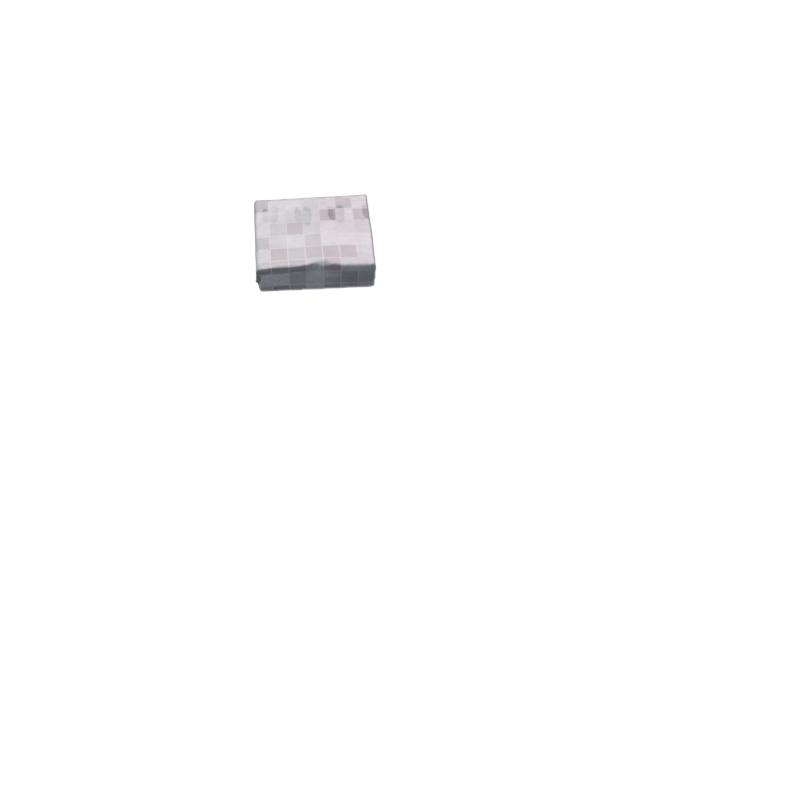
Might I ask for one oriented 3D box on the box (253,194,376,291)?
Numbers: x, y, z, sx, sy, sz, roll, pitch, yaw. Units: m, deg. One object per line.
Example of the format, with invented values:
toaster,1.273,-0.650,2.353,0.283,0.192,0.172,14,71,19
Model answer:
box,-0.066,-0.120,0.841,0.089,0.079,0.028,-3,-39,-3
